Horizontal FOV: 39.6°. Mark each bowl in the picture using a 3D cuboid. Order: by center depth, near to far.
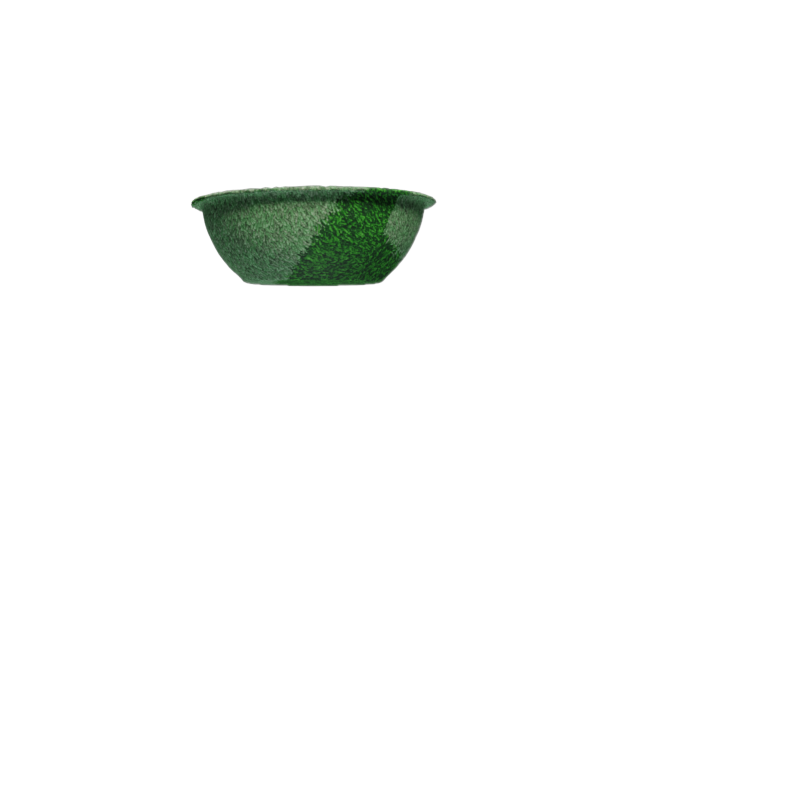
[{"bbox_3d":[-0.057,-0.104,0.732,0.162,0.055,0.162,0,2,-2],"label":"bowl"}]
